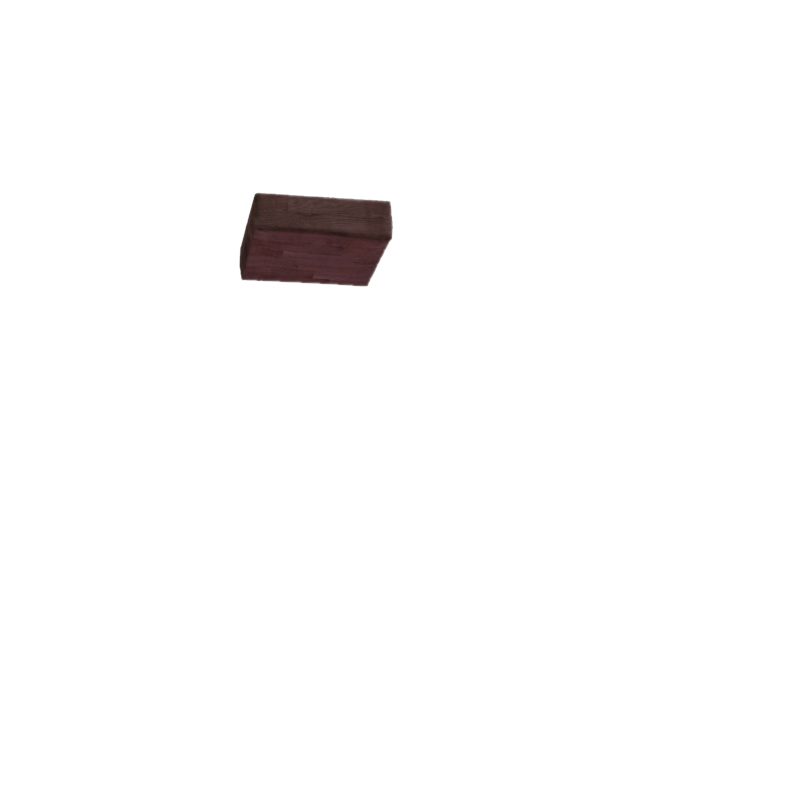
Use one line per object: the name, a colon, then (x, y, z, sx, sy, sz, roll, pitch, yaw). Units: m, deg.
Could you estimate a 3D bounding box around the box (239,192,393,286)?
box: (-0.071, -0.129, 0.904, 0.112, 0.041, 0.086, 4, -22, -11)
